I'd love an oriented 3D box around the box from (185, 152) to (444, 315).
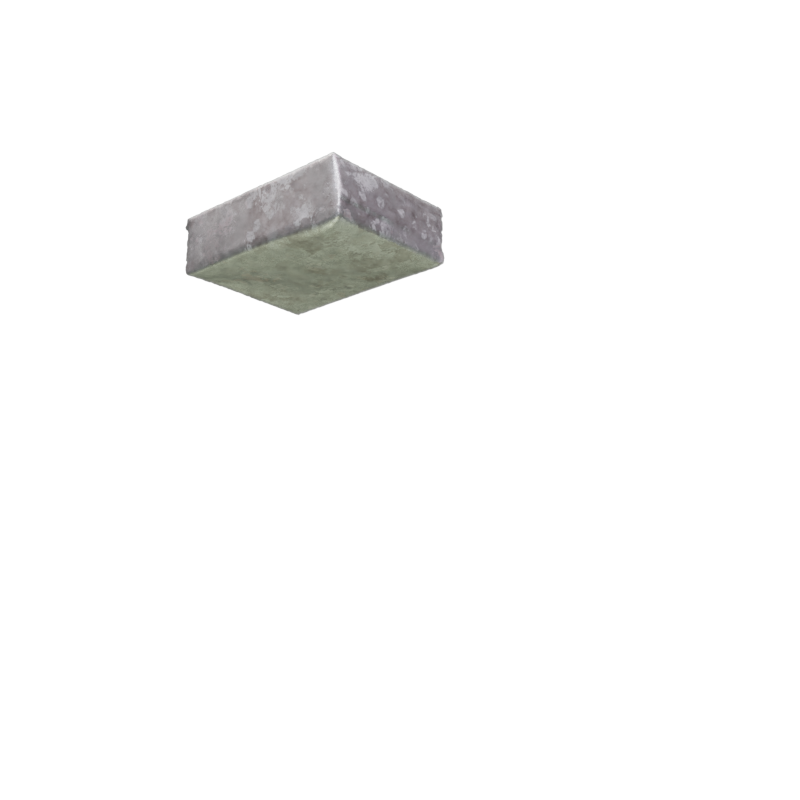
[{"bbox_3d":[-0.047,-0.086,0.600,0.115,0.041,0.084,-13,-21,38],"label":"box"}]
